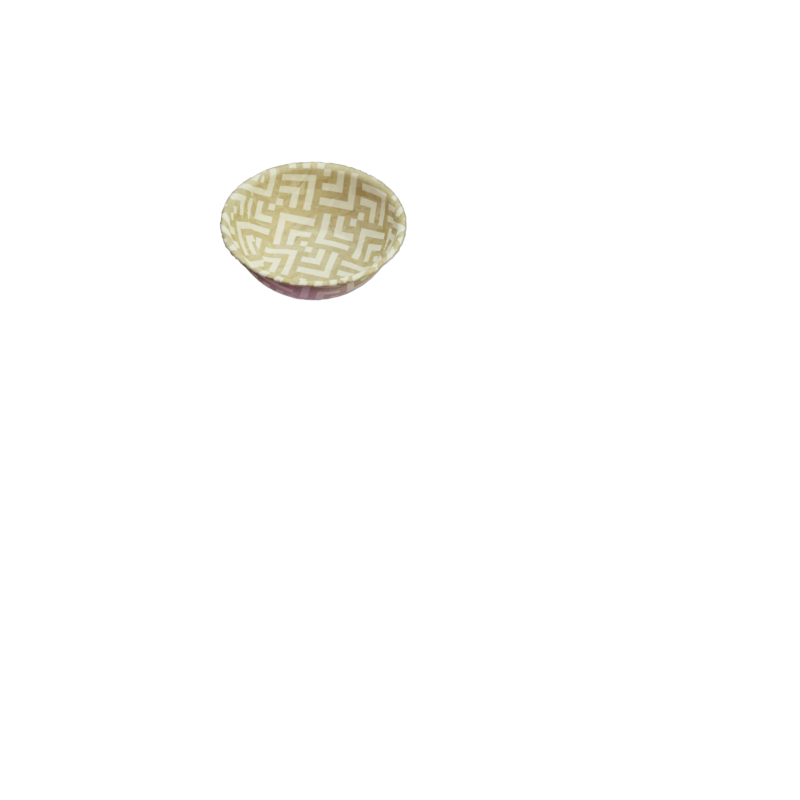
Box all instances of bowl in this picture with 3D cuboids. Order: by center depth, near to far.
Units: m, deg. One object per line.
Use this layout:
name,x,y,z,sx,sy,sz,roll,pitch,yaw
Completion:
bowl,-0.076,-0.139,0.972,0.162,0.174,0.051,-1,-43,-1
